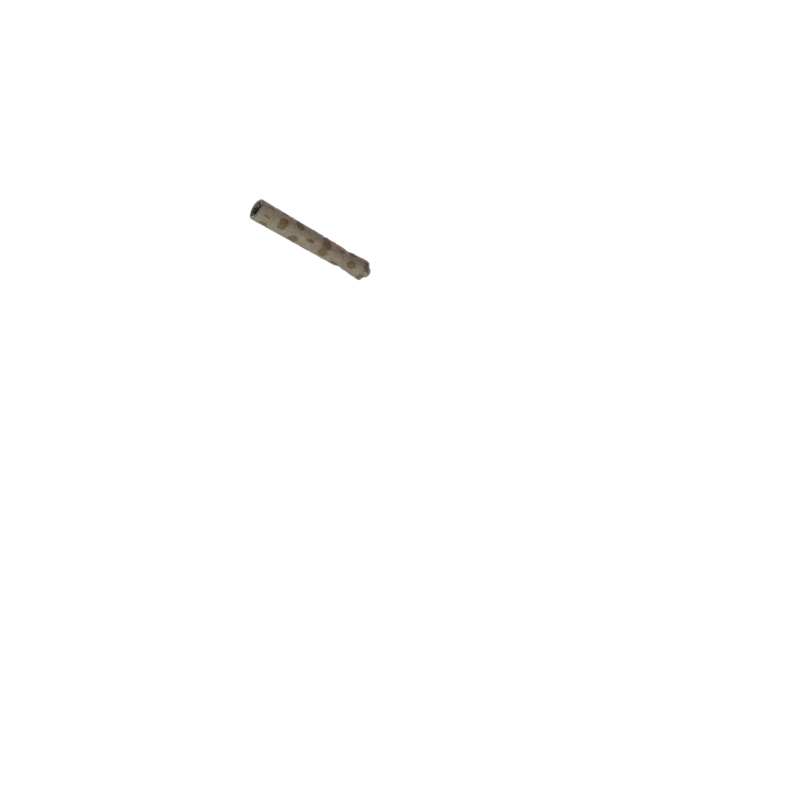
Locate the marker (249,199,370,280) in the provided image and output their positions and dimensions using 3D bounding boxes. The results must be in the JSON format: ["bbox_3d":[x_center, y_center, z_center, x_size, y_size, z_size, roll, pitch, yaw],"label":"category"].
[{"bbox_3d":[-0.073,-0.134,0.938,0.114,0.020,0.020,27,-10,-27],"label":"marker"}]
